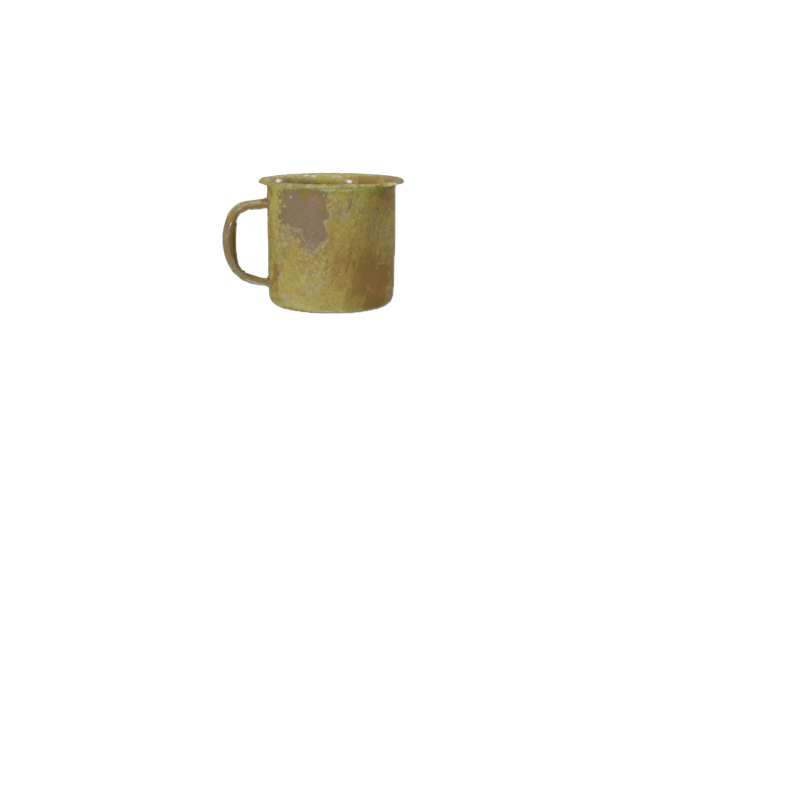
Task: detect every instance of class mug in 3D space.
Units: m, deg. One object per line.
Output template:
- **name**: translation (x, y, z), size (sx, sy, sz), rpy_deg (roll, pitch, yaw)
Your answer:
- **mug**: translation (-0.056, -0.102, 0.712), size (0.115, 0.080, 0.097), rpy_deg (-4, 13, -16)
